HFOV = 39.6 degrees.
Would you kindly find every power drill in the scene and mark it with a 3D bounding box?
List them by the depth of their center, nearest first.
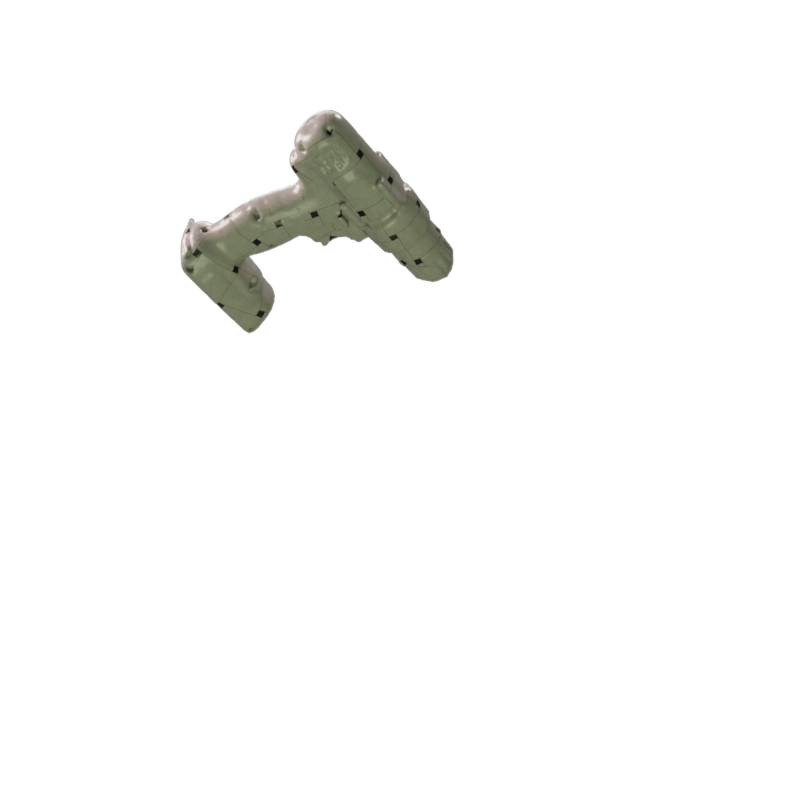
[{"bbox_3d":[-0.071,-0.130,0.913,0.187,0.172,0.061,-30,33,21],"label":"power drill"}]
